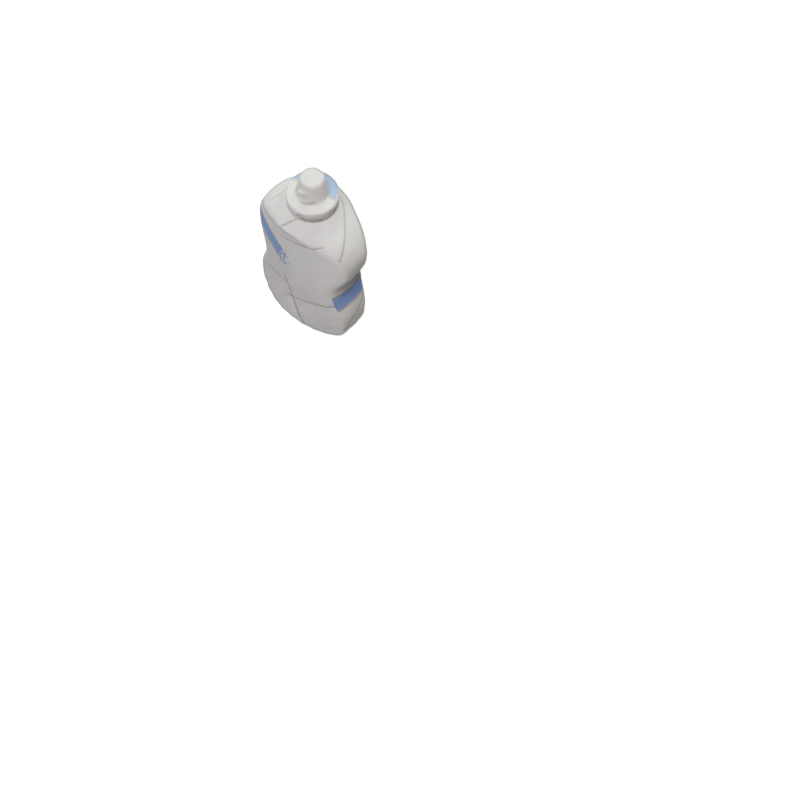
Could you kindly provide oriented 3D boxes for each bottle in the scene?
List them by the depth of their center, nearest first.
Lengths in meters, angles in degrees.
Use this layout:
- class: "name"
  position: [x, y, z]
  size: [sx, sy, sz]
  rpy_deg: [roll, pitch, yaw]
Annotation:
- class: "bottle"
  position: [-0.071, -0.128, 0.899]
  size: [0.059, 0.100, 0.181]
  rpy_deg: [-43, -16, -20]
